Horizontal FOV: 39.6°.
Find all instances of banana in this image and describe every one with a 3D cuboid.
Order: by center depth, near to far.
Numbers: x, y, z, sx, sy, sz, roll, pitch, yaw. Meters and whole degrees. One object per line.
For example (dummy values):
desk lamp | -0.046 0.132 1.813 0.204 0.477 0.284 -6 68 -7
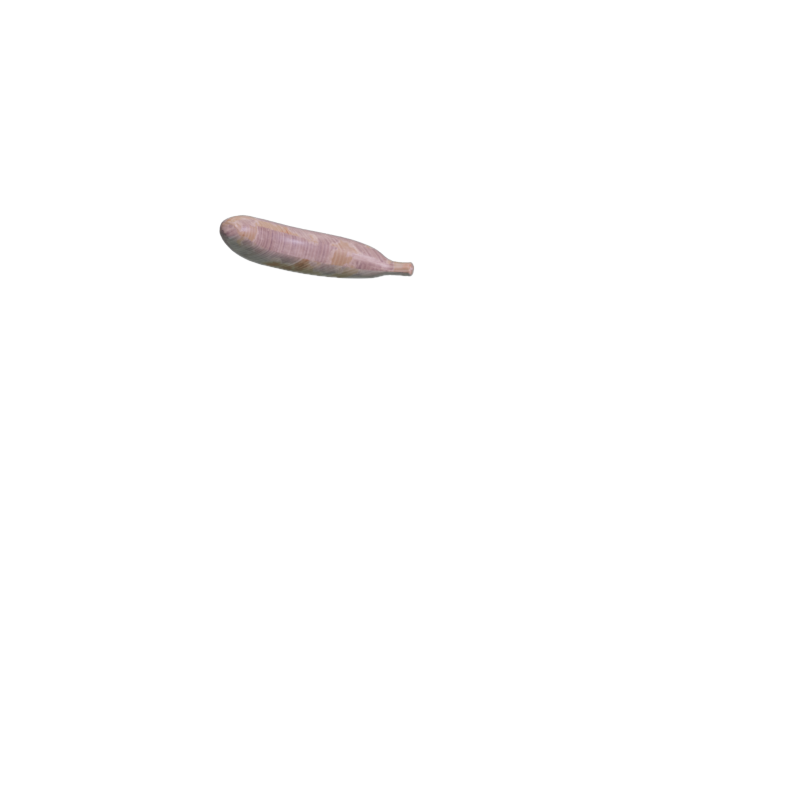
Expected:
banana | -0.081 -0.129 0.934 0.189 0.038 0.071 5 -9 -39
